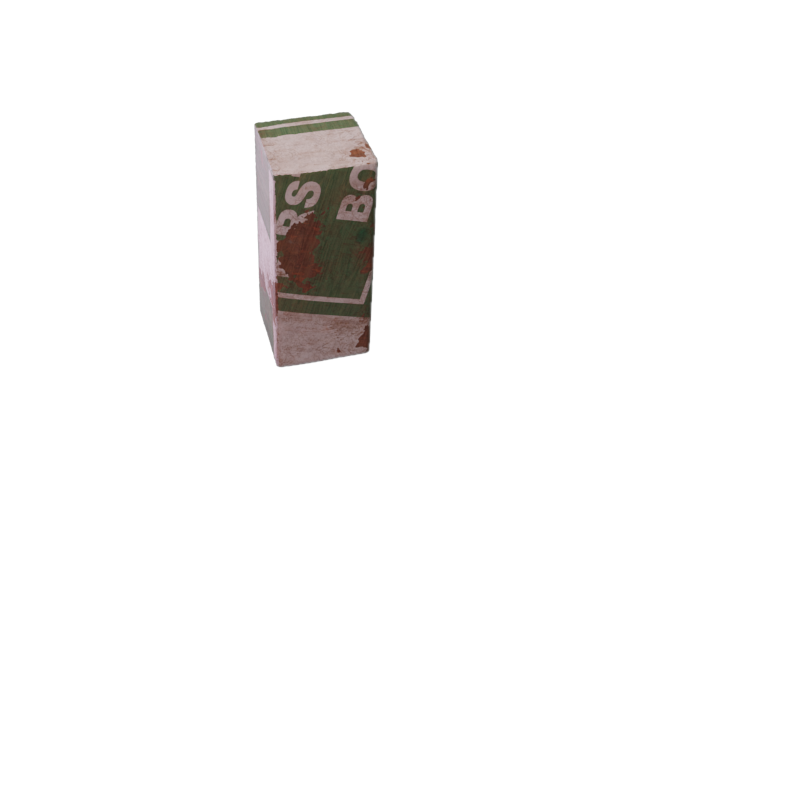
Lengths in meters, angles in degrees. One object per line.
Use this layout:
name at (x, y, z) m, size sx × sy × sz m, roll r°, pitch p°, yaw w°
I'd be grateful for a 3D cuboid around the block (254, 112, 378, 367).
block at (-0.077, -0.141, 0.988) m, size 0.089 × 0.193 × 0.098 m, roll -8°, pitch 40°, yaw -14°
